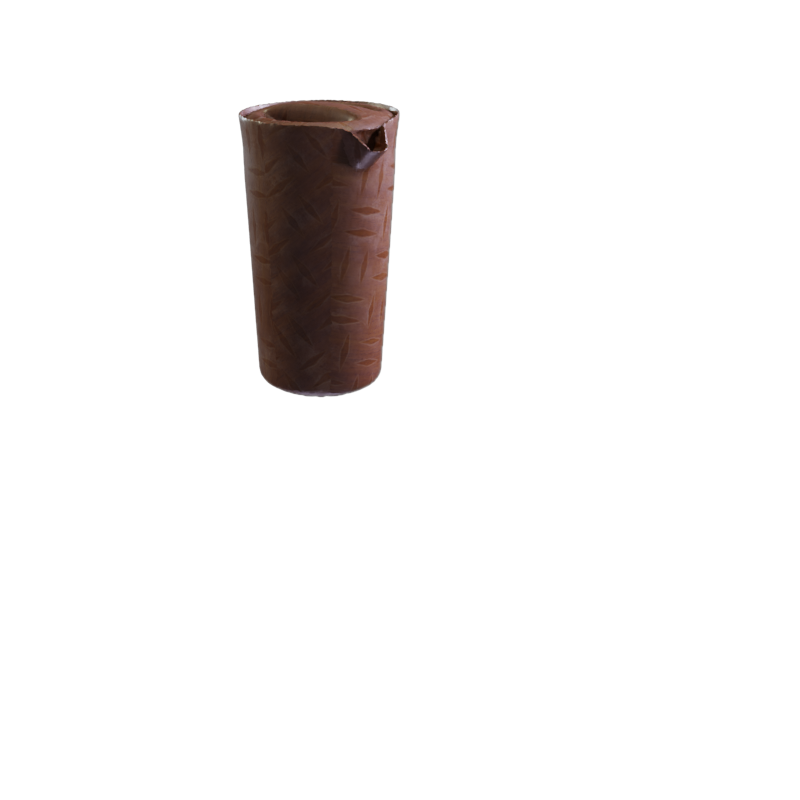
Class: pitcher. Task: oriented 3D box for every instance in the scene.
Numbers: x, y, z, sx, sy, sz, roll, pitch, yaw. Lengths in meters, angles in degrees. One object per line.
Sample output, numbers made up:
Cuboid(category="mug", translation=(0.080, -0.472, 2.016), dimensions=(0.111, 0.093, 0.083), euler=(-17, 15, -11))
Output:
Cuboid(category="pitcher", translation=(-0.075, -0.136, 0.953), dimensions=(0.147, 0.233, 0.154), euler=(3, 19, 7))
